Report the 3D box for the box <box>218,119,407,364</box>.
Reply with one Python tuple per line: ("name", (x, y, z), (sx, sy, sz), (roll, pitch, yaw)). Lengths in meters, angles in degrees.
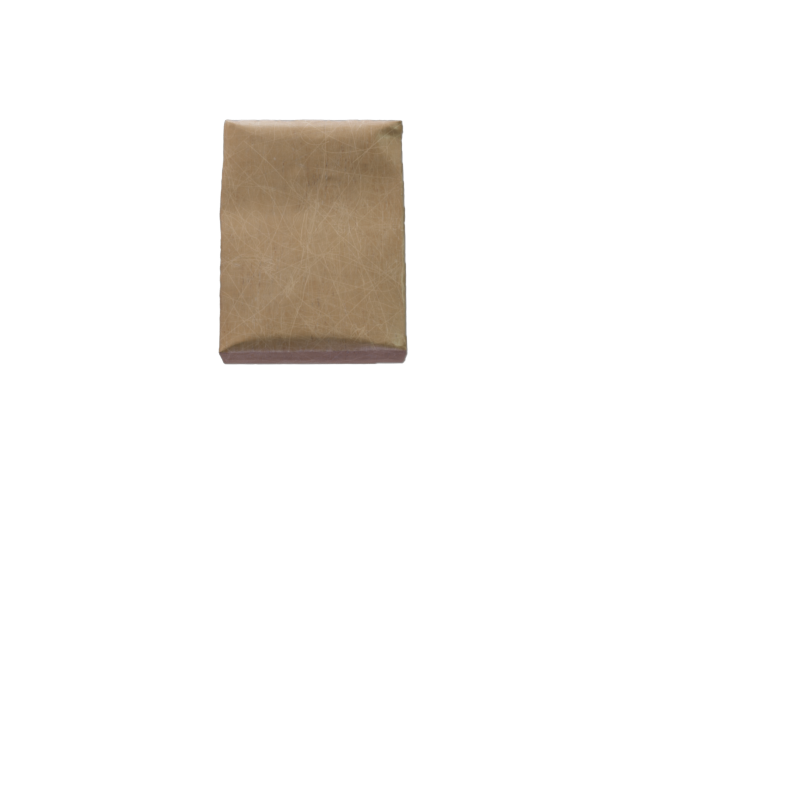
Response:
("box", (-0.077, -0.141, 0.987), (0.164, 0.221, 0.070), (0, -13, -1))
